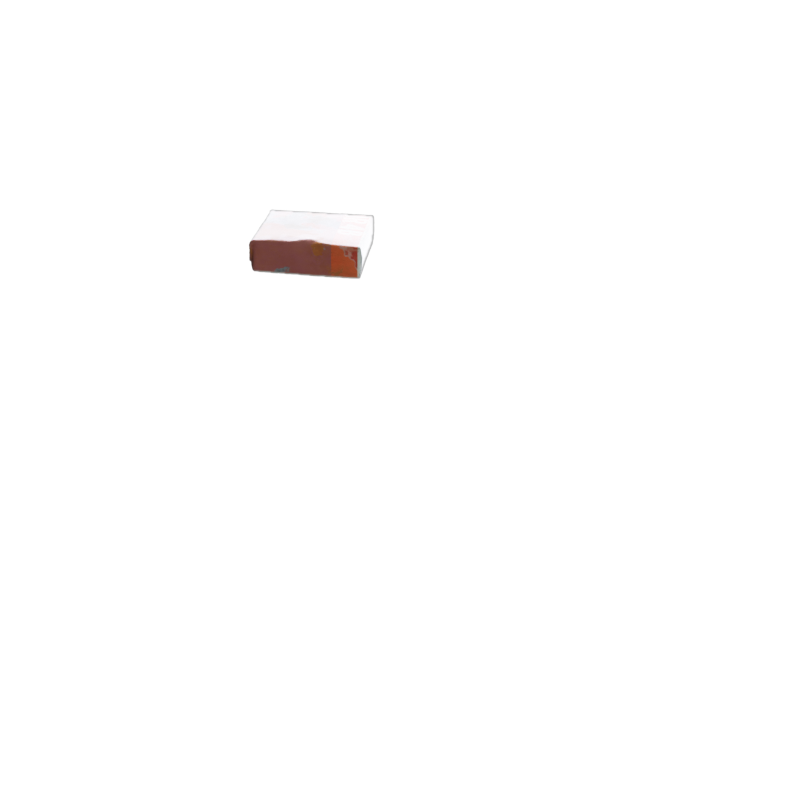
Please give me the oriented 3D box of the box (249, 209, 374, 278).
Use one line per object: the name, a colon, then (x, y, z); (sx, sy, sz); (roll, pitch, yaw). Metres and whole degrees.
box: (-0.070, -0.127, 0.887); (0.090, 0.029, 0.076); (5, 28, 8)
